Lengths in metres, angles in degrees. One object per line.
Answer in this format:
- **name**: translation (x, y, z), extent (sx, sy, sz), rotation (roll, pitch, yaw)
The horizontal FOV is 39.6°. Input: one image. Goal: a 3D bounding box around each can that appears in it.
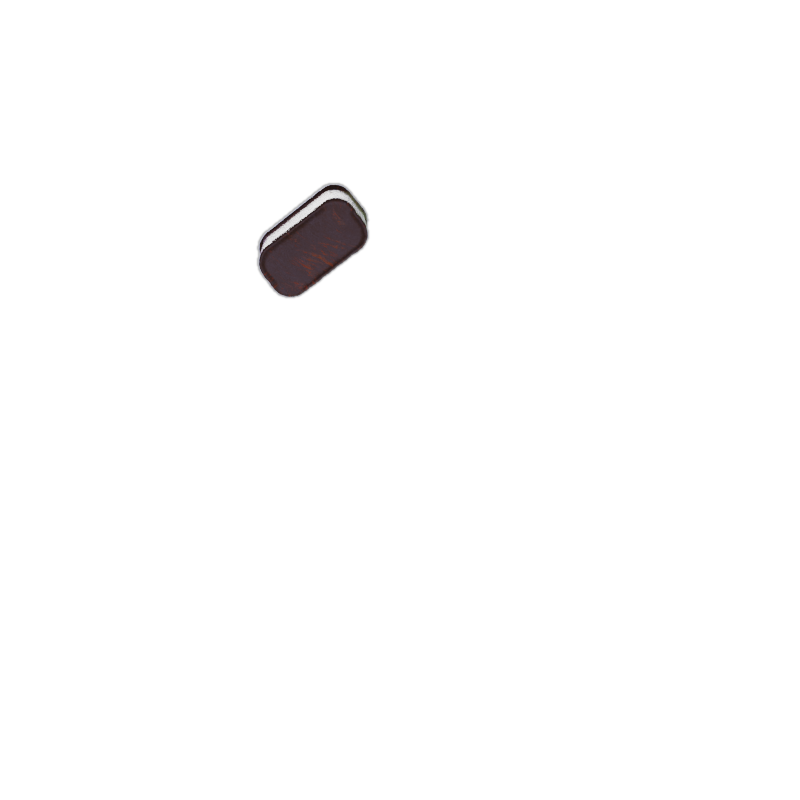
- **can**: translation (-0.076, -0.139, 0.972), extent (0.102, 0.056, 0.086), rotation (-37, 13, 6)
